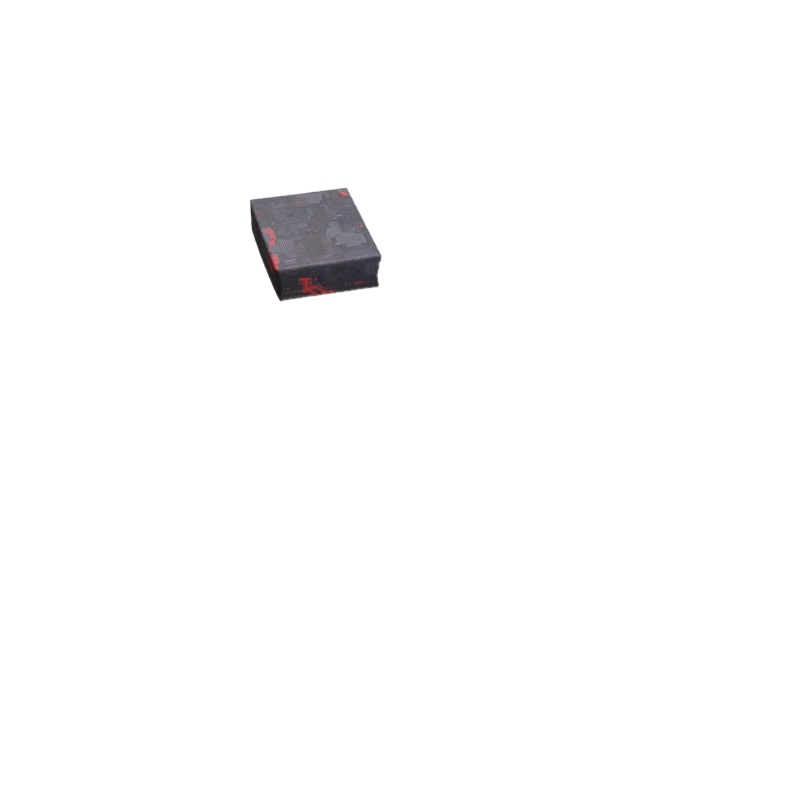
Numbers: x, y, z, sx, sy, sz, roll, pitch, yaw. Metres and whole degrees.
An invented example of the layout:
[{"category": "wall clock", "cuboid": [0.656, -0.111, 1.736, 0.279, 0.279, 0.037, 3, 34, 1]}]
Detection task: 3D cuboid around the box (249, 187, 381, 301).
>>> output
[{"category": "box", "cuboid": [-0.074, -0.136, 0.950, 0.089, 0.036, 0.123, -10, 42, -12]}]
